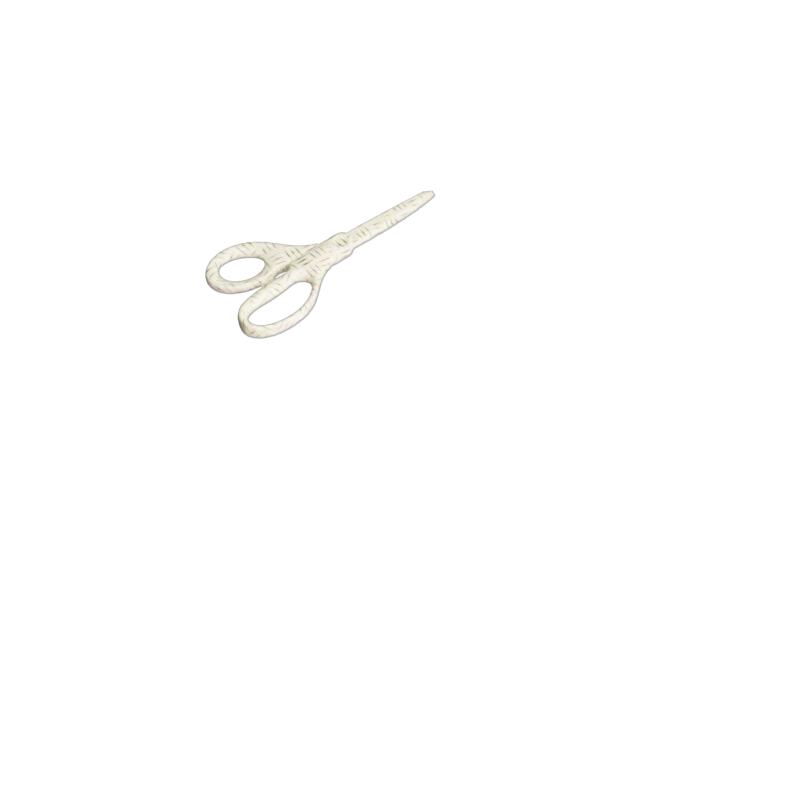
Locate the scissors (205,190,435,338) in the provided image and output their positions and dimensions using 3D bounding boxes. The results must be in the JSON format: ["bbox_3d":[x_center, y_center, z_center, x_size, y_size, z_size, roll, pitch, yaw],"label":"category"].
[{"bbox_3d":[-0.066,-0.119,0.837,0.101,0.015,0.207,25,52,21],"label":"scissors"}]
